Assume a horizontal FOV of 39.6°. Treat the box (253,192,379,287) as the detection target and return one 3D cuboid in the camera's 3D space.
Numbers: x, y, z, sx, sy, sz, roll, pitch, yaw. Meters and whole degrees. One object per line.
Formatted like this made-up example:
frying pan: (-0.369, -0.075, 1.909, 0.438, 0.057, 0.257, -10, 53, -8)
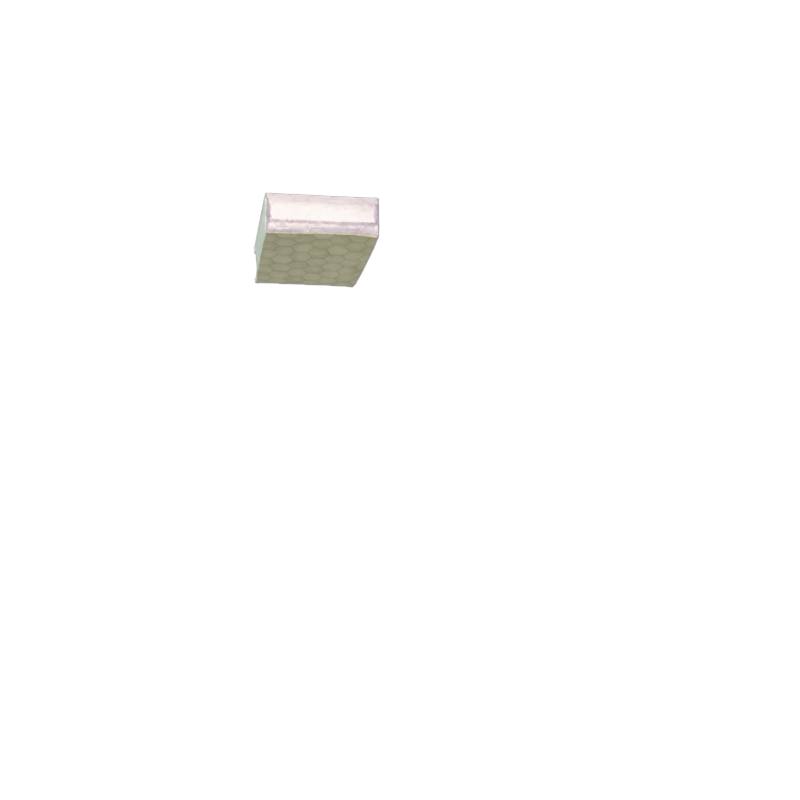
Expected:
box: (-0.070, -0.128, 0.897, 0.089, 0.041, 0.109, 3, -19, -10)
